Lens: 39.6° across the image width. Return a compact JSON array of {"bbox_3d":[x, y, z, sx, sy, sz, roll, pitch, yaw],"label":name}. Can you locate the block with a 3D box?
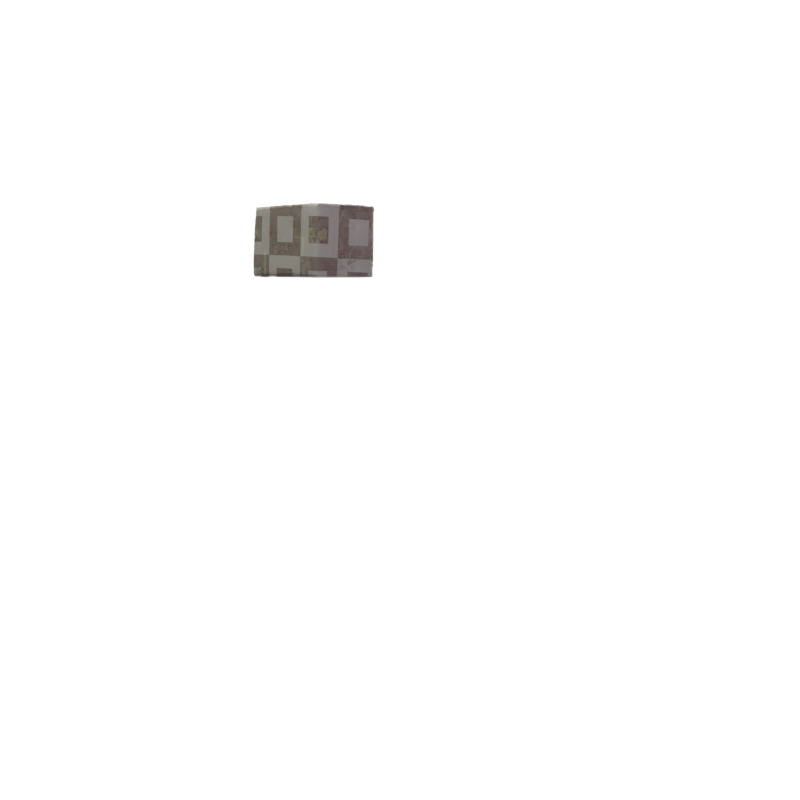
[{"bbox_3d":[-0.063,-0.114,0.800,0.051,0.051,0.081,-2,5,-41],"label":"block"}]
